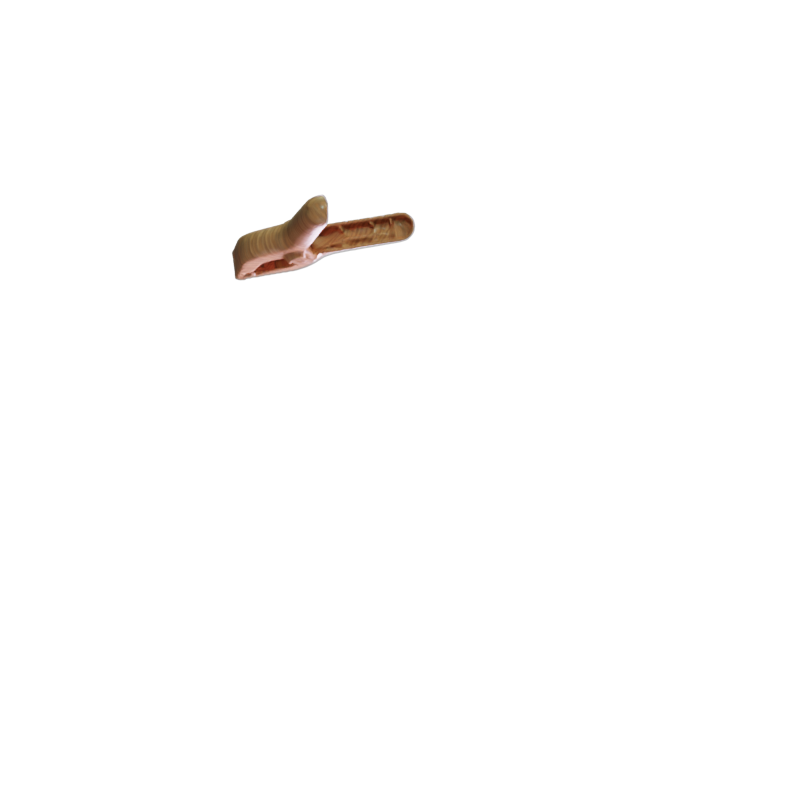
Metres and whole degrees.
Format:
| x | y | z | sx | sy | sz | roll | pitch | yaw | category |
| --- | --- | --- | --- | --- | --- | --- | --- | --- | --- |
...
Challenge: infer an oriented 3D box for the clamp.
| x | y | z | sx | sy | sz | roll | pitch | yaw | category |
| --- | --- | --- | --- | --- | --- | --- | --- | --- | --- |
| -0.075 | -0.136 | 0.954 | 0.114 | 0.040 | 0.174 | 8 | -13 | -39 | clamp |
